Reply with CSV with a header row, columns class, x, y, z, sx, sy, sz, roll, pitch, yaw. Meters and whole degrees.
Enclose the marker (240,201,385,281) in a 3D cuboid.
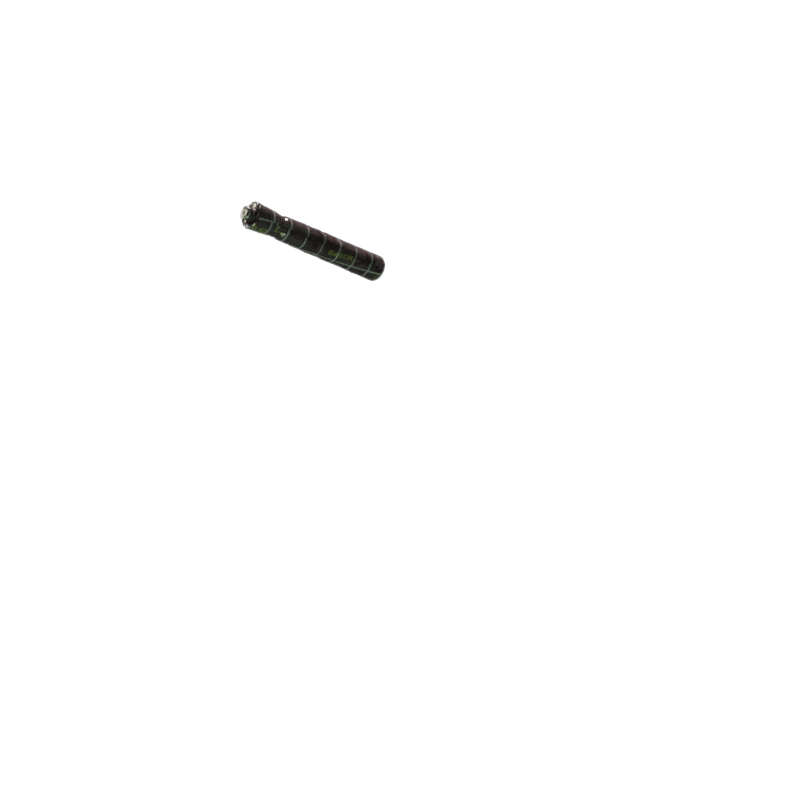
class,x,y,z,sx,sy,sz,roll,pitch,yaw
marker,-0.059,-0.107,0.749,0.114,0.020,0.021,19,-9,-39
